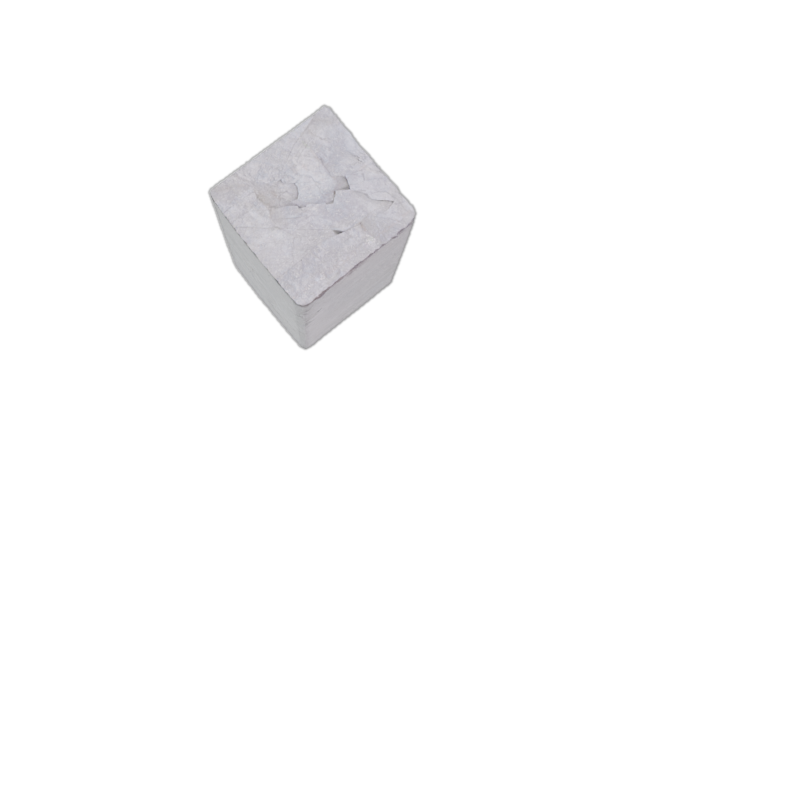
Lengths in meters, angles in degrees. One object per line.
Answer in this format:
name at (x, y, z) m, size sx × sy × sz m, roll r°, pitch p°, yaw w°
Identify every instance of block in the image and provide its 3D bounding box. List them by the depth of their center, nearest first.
block at (-0.058, -0.105, 0.741) m, size 0.091 × 0.092 × 0.202 m, roll -38°, pitch -3°, yaw -7°
